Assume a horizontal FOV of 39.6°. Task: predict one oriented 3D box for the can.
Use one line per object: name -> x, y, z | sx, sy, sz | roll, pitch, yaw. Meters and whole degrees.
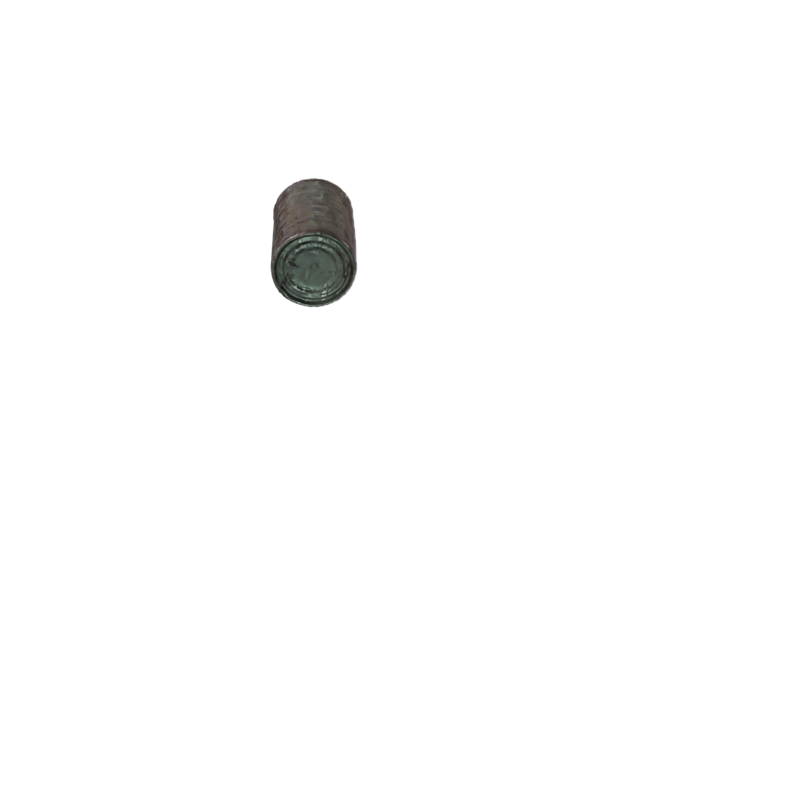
can -> -0.070, -0.127, 0.889 | 0.068, 0.065, 0.109 | -1, 31, -3
